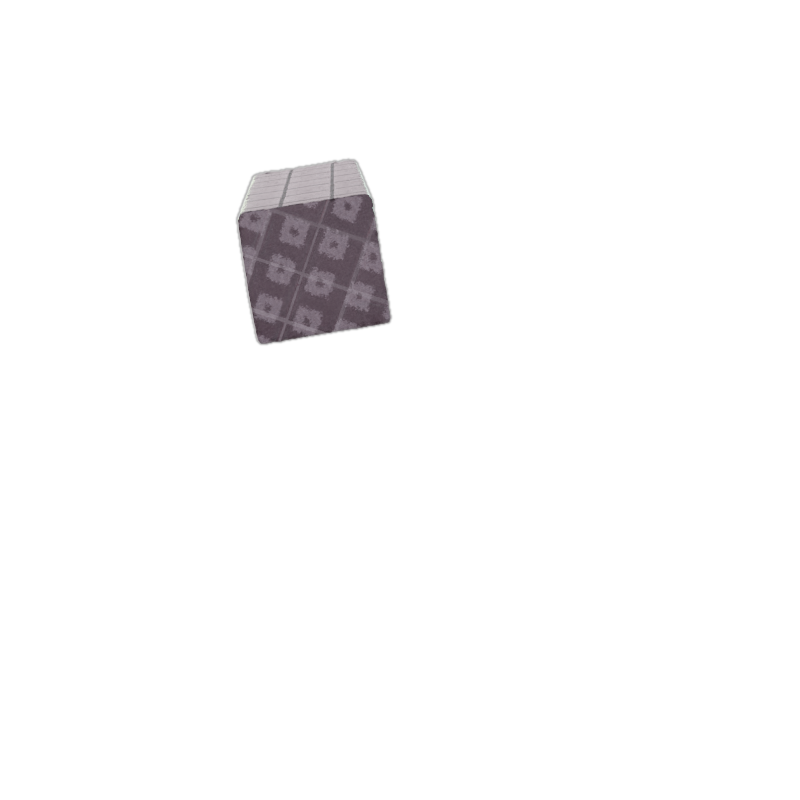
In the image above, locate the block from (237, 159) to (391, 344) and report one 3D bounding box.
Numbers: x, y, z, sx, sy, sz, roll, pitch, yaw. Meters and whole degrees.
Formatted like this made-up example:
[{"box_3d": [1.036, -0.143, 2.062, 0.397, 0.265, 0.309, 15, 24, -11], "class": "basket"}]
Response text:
[{"box_3d": [-0.064, -0.117, 0.816, 0.091, 0.087, 0.213, -9, 17, -1], "class": "block"}]
